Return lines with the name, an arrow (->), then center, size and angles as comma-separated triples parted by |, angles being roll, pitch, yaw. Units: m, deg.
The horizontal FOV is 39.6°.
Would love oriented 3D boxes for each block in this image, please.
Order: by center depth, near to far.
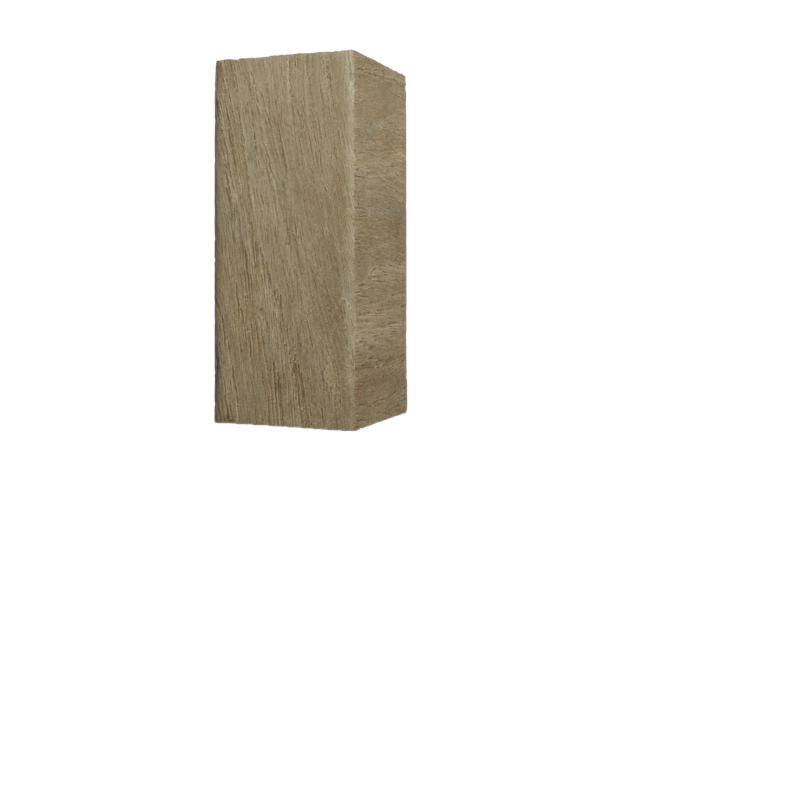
block -> -0.052, -0.093, 0.654 | 0.093, 0.207, 0.088 | 0, 0, 21
